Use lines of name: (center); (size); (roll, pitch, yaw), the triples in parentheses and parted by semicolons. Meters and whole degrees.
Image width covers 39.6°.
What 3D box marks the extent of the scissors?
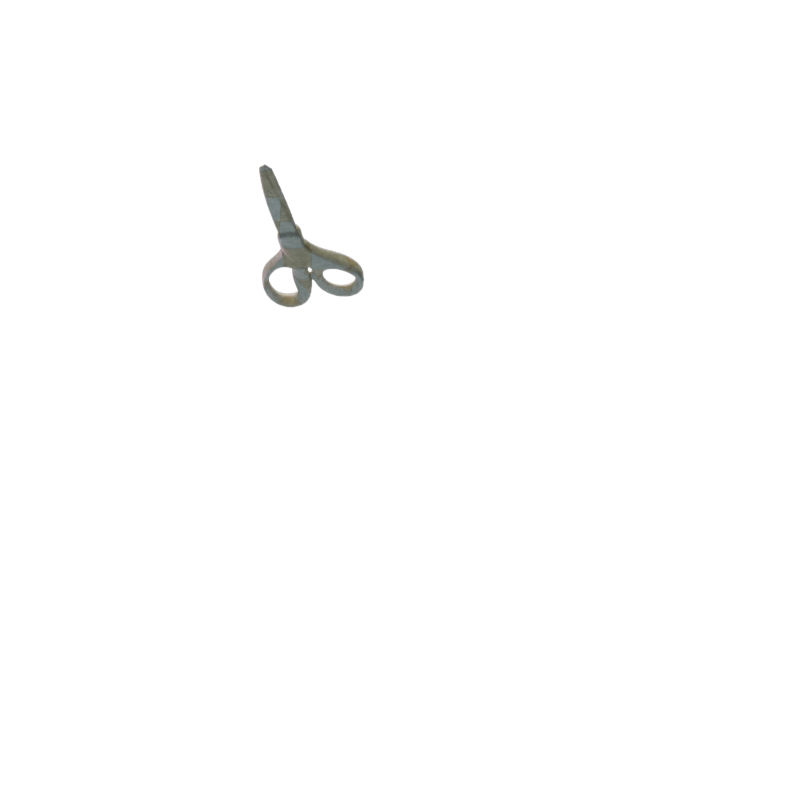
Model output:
scissors: (-0.070, -0.128, 0.897); (0.095, 0.017, 0.191); (3, -26, -7)
